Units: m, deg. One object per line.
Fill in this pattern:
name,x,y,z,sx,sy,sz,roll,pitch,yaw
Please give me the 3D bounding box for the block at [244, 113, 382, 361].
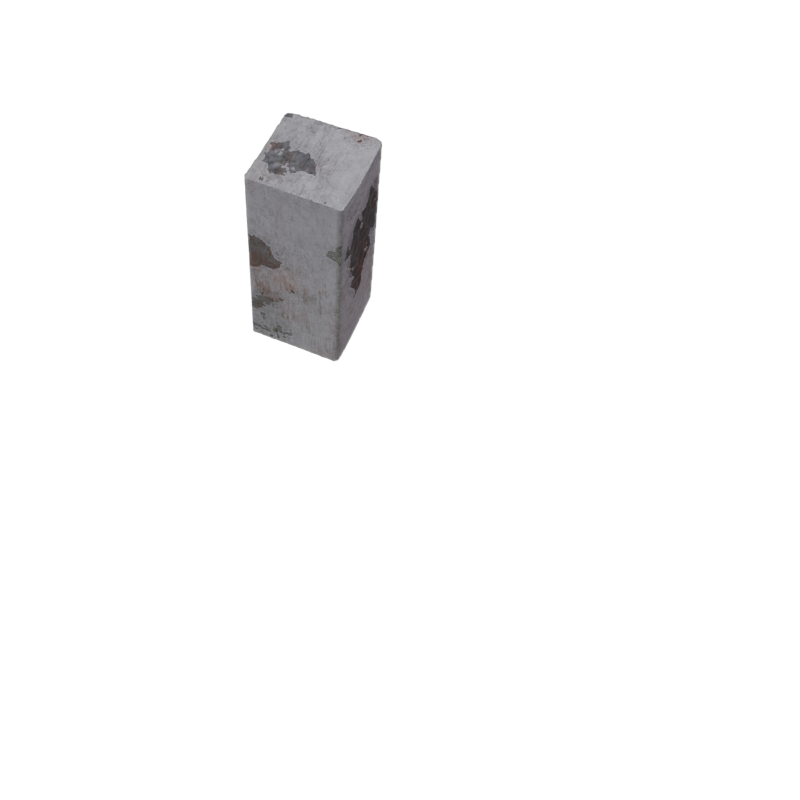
block,-0.076,-0.141,0.983,0.093,0.094,0.192,20,-35,11
